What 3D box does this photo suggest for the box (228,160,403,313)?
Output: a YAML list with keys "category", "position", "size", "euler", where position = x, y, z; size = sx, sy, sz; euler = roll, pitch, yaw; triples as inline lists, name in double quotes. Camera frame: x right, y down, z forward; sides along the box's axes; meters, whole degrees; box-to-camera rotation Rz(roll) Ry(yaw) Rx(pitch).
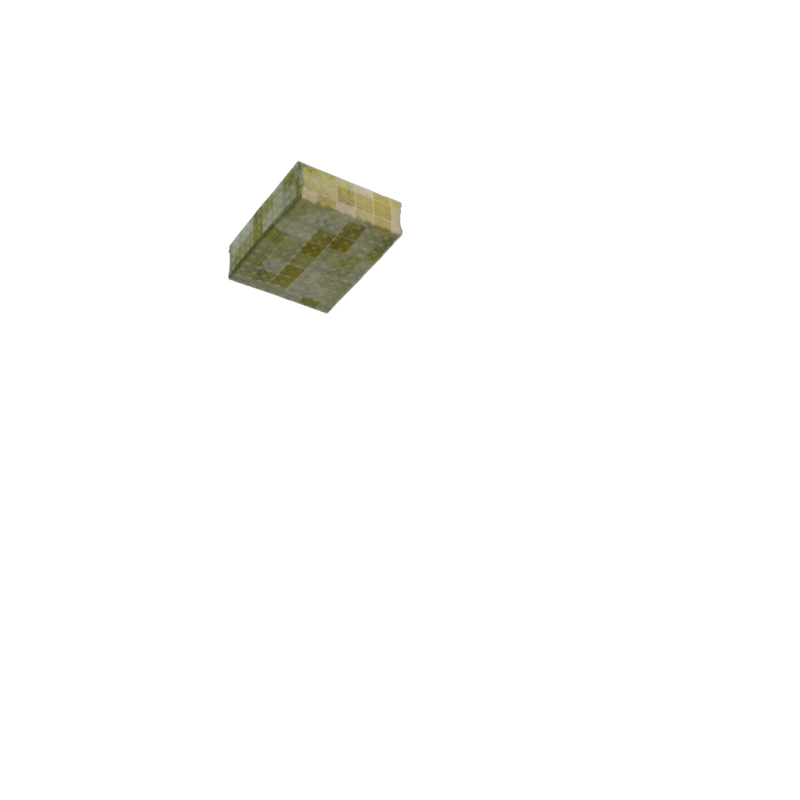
- category: "box"
  position: [-0.065, -0.119, 0.830]
  size: [0.086, 0.042, 0.111]
  euler: [19, -38, -27]
